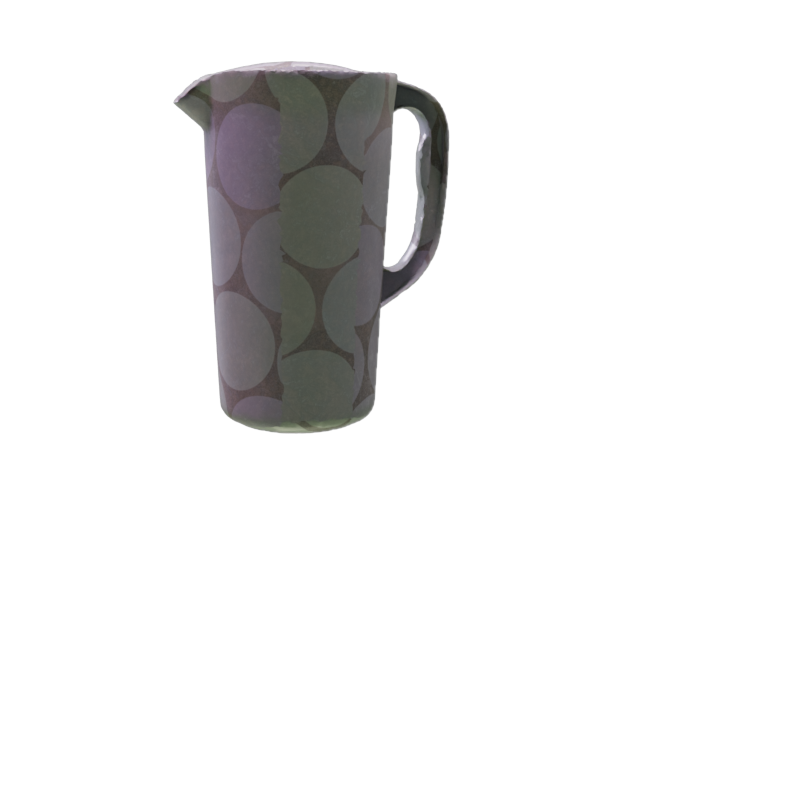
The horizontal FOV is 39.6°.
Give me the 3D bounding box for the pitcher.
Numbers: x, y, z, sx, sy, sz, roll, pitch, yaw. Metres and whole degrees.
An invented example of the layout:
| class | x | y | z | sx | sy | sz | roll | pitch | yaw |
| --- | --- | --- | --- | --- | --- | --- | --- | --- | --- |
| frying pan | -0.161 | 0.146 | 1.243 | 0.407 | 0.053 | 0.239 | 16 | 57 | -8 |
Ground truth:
| class | x | y | z | sx | sy | sz | roll | pitch | yaw |
| --- | --- | --- | --- | --- | --- | --- | --- | --- | --- |
| pitcher | -0.059 | -0.108 | 0.759 | 0.155 | 0.238 | 0.143 | 5 | 11 | 27 |
